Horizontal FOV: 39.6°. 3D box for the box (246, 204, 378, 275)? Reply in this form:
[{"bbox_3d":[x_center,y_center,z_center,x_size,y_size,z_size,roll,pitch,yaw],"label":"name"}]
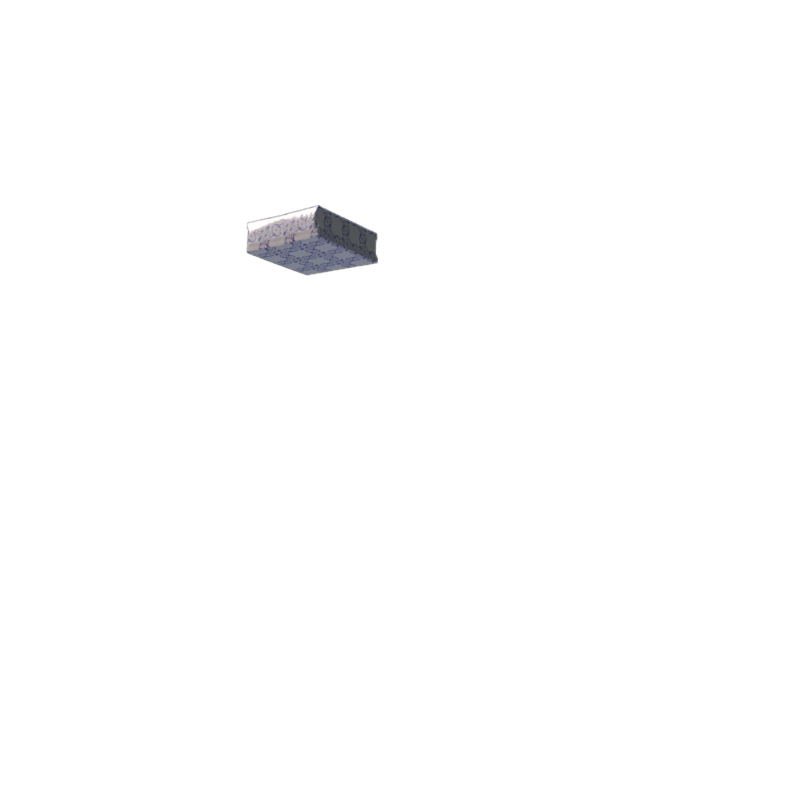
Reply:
[{"bbox_3d":[-0.071,-0.130,0.914,0.075,0.031,0.084,-7,-13,33],"label":"box"}]
